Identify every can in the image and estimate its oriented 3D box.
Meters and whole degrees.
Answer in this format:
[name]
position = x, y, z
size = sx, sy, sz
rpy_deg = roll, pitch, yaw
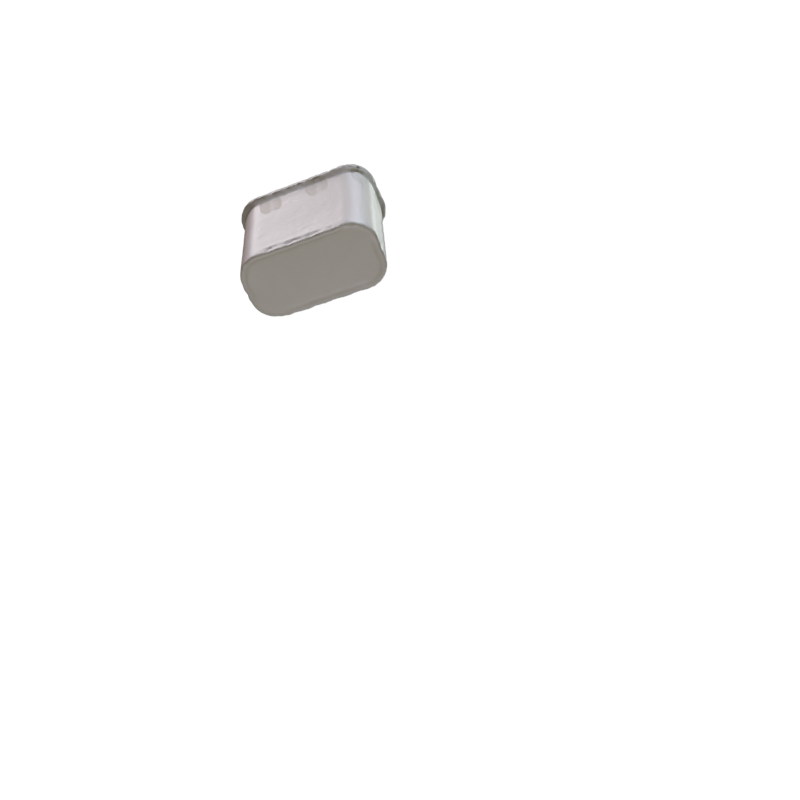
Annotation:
[can]
position = -0.060, -0.109, 0.764
size = 0.102, 0.054, 0.089
rpy_deg = -19, 33, 10
